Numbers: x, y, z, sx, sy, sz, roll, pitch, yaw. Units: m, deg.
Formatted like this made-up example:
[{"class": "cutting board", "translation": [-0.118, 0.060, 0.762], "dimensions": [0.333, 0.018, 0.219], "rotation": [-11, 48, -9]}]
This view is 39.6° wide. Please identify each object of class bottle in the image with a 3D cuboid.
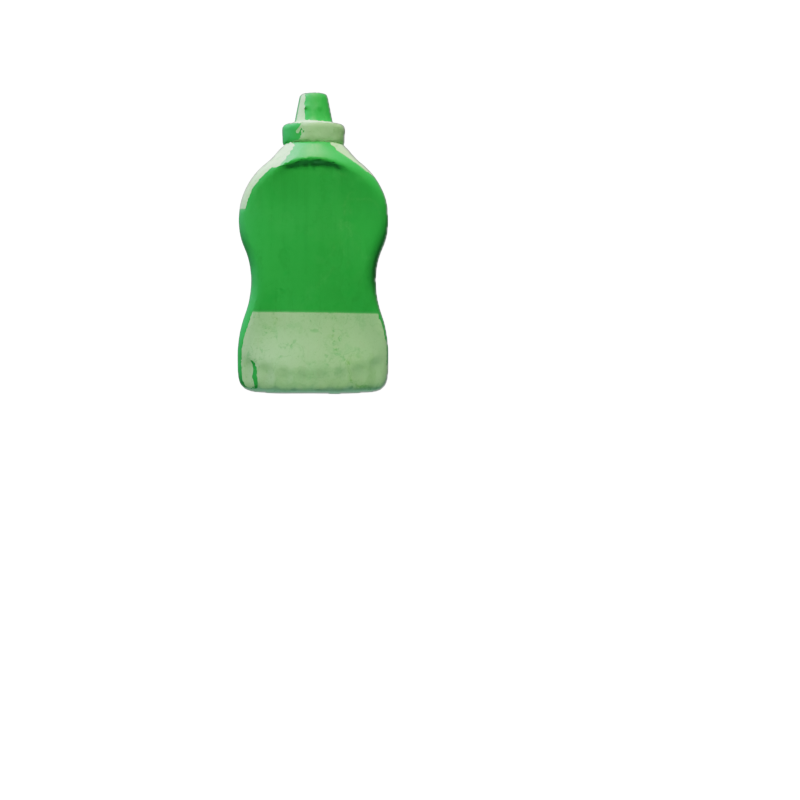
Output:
[{"class": "bottle", "translation": [-0.056, -0.102, 0.716], "dimensions": [0.096, 0.193, 0.058], "rotation": [0, -2, 2]}]
